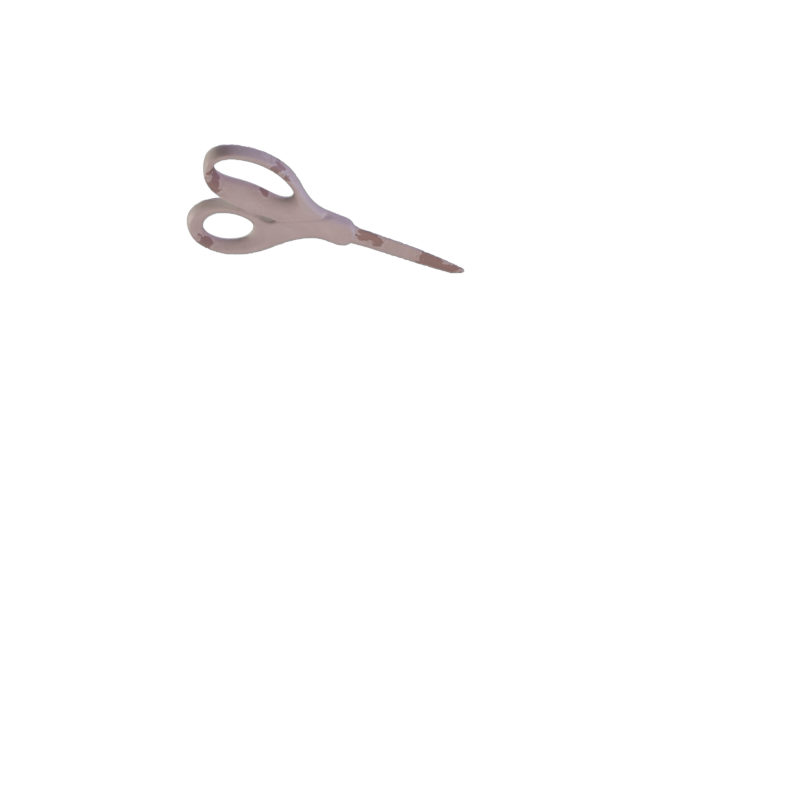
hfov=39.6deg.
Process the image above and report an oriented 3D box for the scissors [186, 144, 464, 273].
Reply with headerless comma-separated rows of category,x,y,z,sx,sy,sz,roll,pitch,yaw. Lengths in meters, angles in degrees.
scissors,-0.060,-0.109,0.765,0.190,0.017,0.095,30,-50,-28
